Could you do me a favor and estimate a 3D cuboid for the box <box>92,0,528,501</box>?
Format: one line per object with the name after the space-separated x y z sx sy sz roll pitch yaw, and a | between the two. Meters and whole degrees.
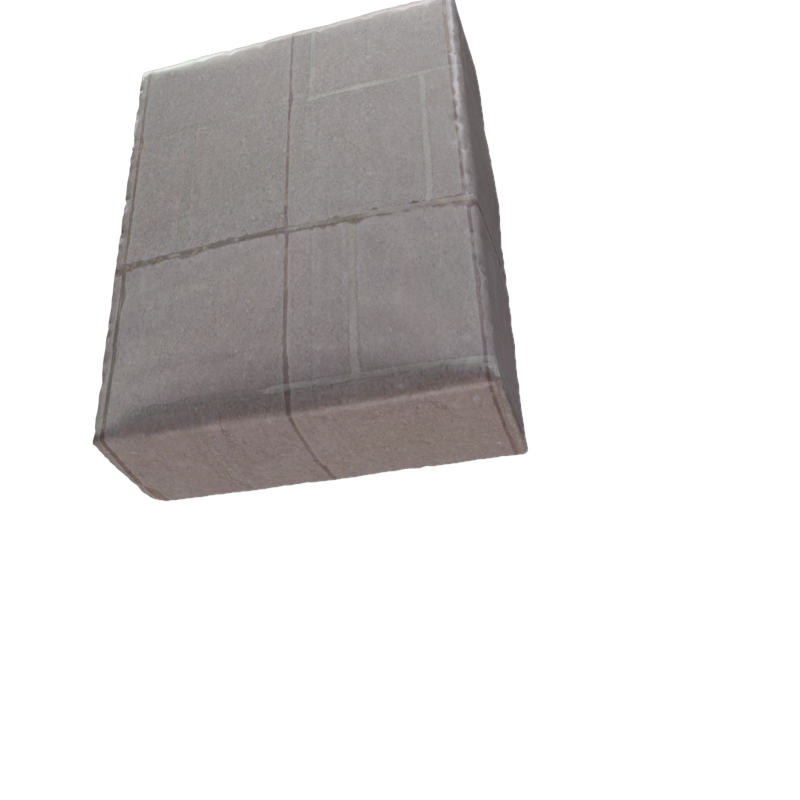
-0.039 -0.071 0.501 0.166 0.229 0.066 -11 -36 13 | box
